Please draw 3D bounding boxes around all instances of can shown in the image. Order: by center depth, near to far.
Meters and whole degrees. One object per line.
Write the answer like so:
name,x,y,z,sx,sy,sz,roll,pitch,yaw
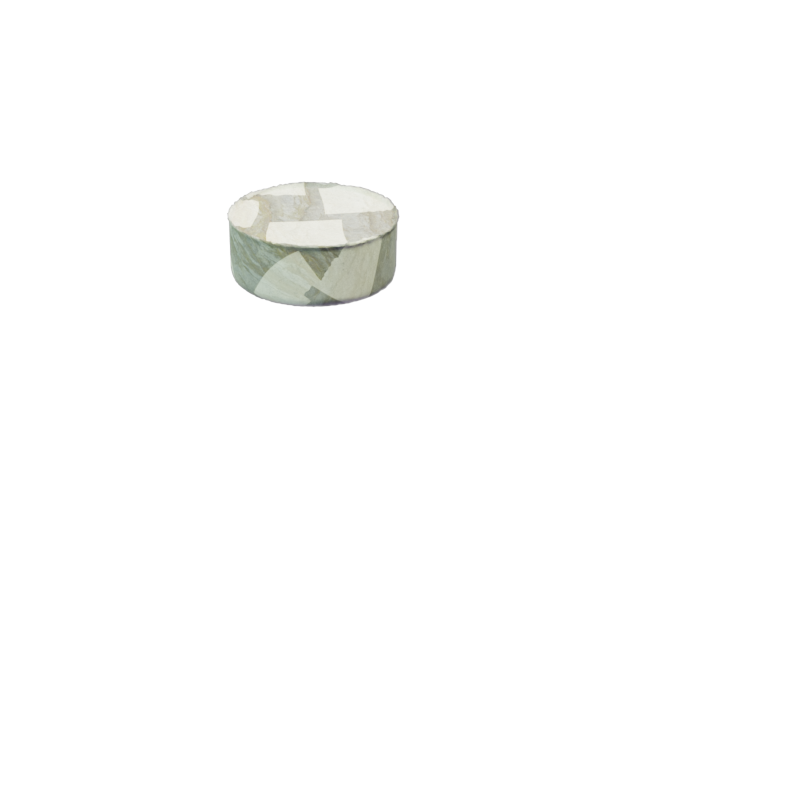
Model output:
can,-0.044,-0.080,0.560,0.086,0.032,0.091,-1,29,-2
